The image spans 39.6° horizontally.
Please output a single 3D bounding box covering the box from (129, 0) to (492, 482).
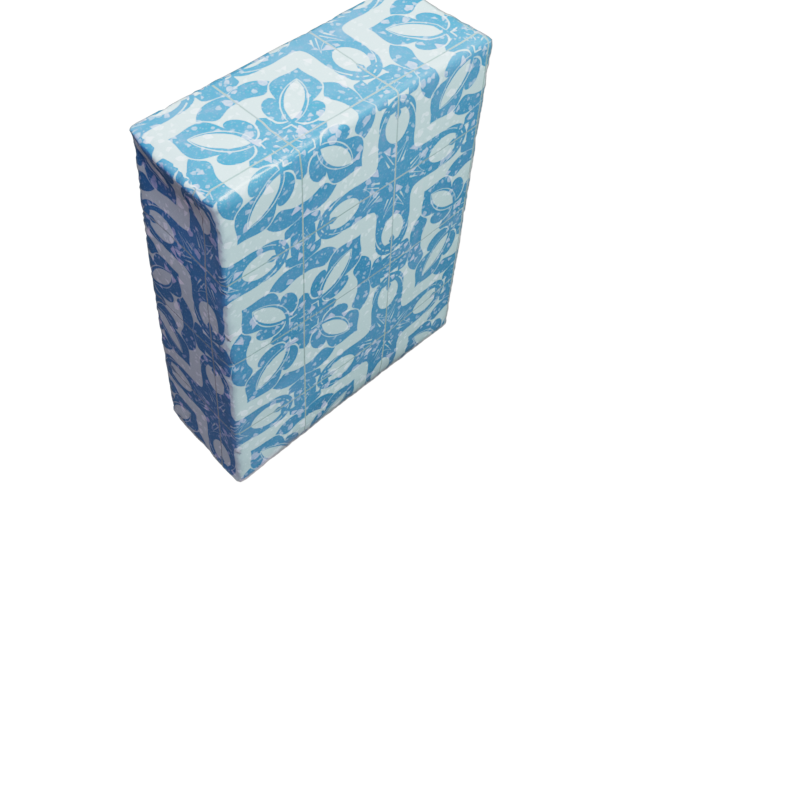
[{"bbox_3d":[-0.044,-0.080,0.562,0.165,0.199,0.076,-37,63,-27],"label":"box"}]
